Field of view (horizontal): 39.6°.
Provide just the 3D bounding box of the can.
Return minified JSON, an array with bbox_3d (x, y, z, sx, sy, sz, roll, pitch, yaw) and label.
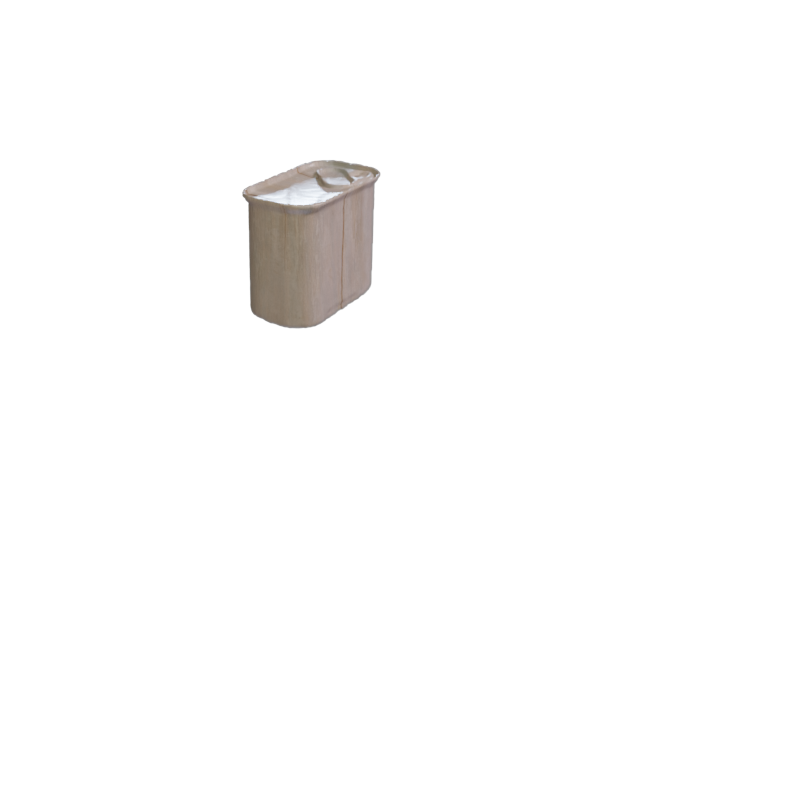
[{"bbox_3d":[-0.057,-0.104,0.727,0.060,0.080,0.102,13,27,26],"label":"can"}]
